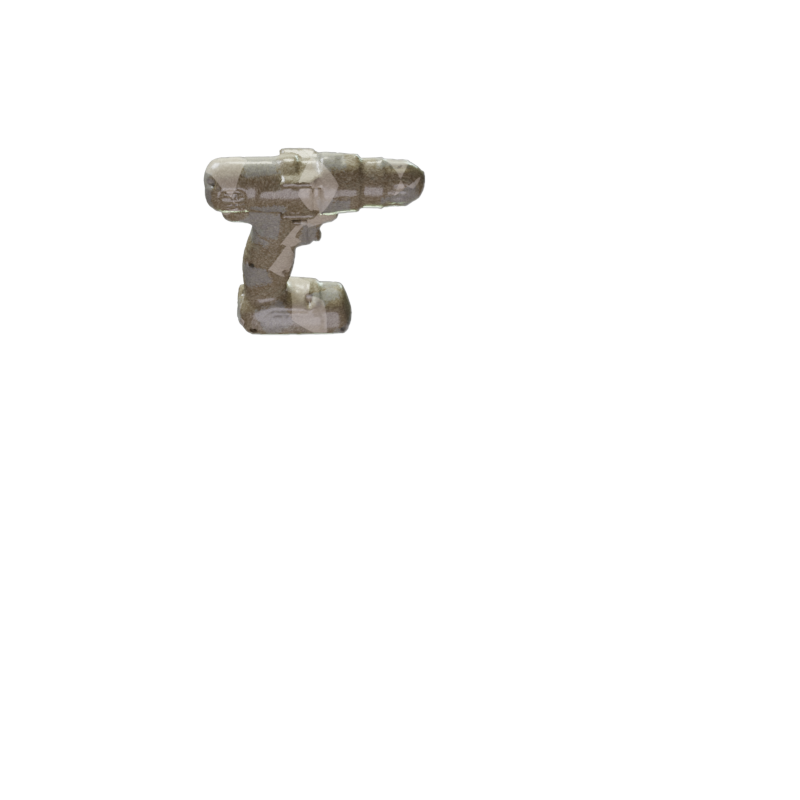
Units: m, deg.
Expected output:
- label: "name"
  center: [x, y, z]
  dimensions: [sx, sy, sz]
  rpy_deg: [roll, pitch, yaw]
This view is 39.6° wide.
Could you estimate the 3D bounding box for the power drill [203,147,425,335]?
- label: "power drill"
  center: [-0.076, -0.139, 0.973]
  dimensions: [0.184, 0.062, 0.175]
  rpy_deg: [2, -45, -2]
